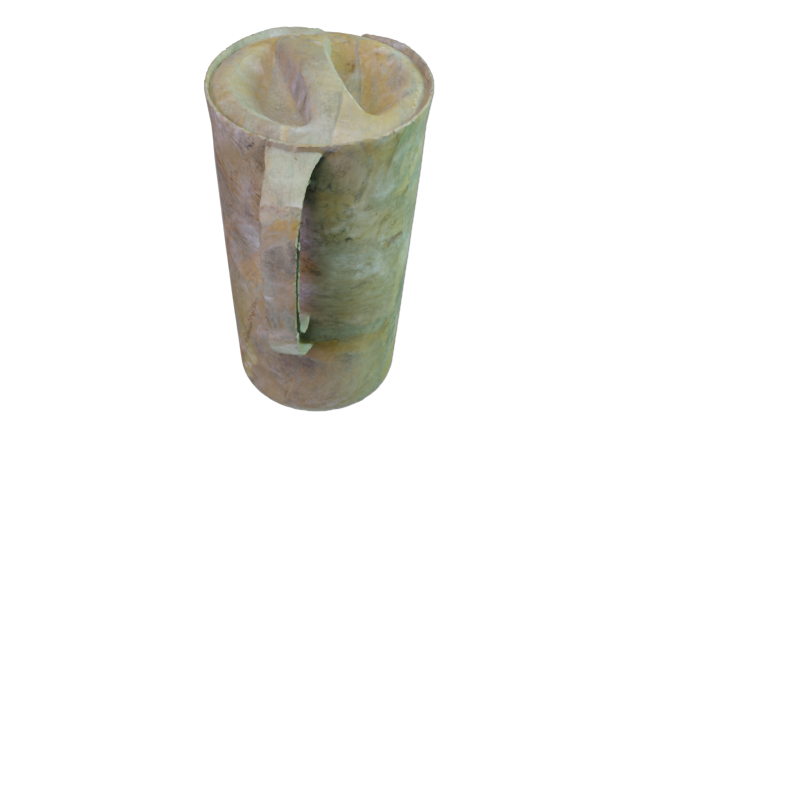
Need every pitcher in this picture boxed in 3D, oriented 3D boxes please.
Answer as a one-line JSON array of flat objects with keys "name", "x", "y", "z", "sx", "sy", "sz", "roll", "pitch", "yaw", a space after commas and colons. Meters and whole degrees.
[{"name": "pitcher", "x": -0.055, "y": -0.101, "z": 0.707, "sx": 0.148, "sy": 0.226, "sz": 0.156, "roll": -25, "pitch": 50, "yaw": -26}]
